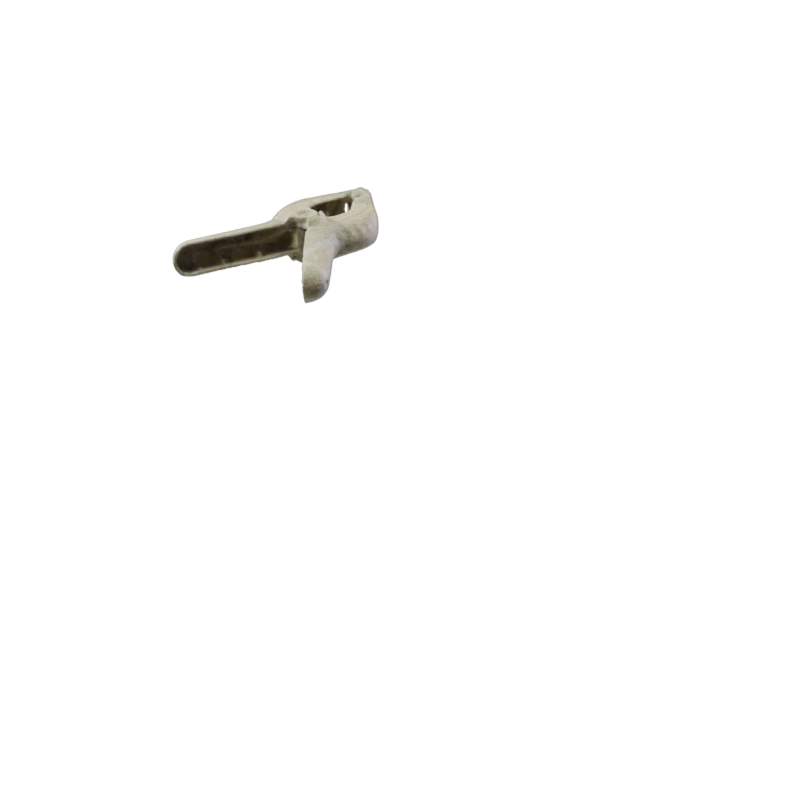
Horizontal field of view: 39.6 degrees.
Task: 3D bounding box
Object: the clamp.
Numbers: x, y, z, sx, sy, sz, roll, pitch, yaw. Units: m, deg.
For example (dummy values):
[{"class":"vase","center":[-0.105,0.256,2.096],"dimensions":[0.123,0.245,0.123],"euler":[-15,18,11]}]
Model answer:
[{"class":"clamp","center":[-0.061,-0.112,0.781],"dimensions":[0.127,0.037,0.172],"euler":[24,39,33]}]
